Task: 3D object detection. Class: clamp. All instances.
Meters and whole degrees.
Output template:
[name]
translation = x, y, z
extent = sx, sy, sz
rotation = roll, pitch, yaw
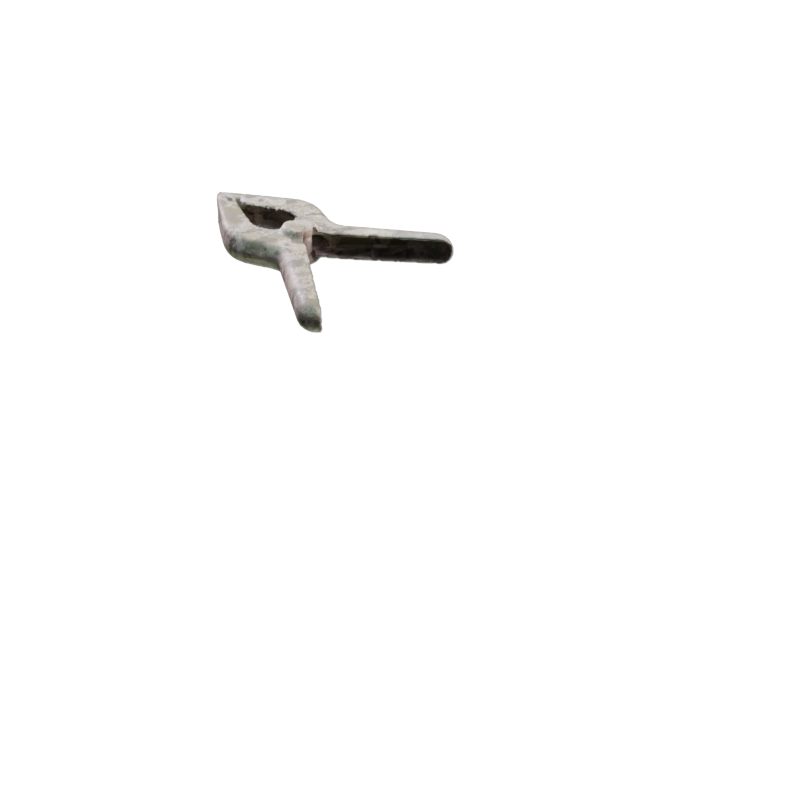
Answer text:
[clamp]
translation = -0.072, -0.132, 0.926
extent = 0.163, 0.034, 0.225
rotation = -24, 41, -32
